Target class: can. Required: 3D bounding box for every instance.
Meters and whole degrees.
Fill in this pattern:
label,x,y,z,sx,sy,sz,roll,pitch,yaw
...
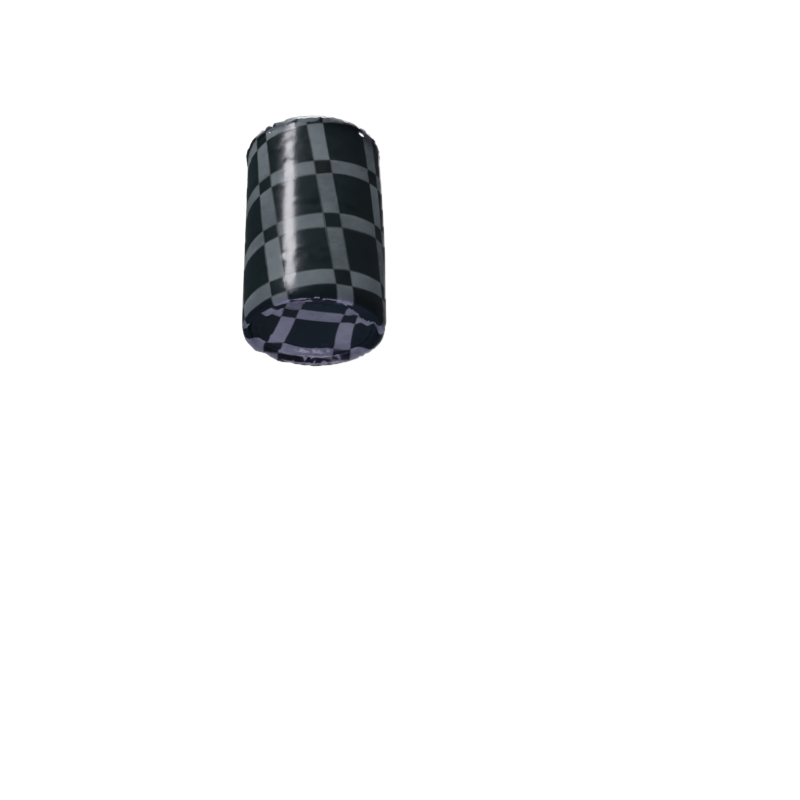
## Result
label,x,y,z,sx,sy,sz,roll,pitch,yaw
can,-0.042,-0.076,0.535,0.068,0.109,0.064,0,-30,-2
